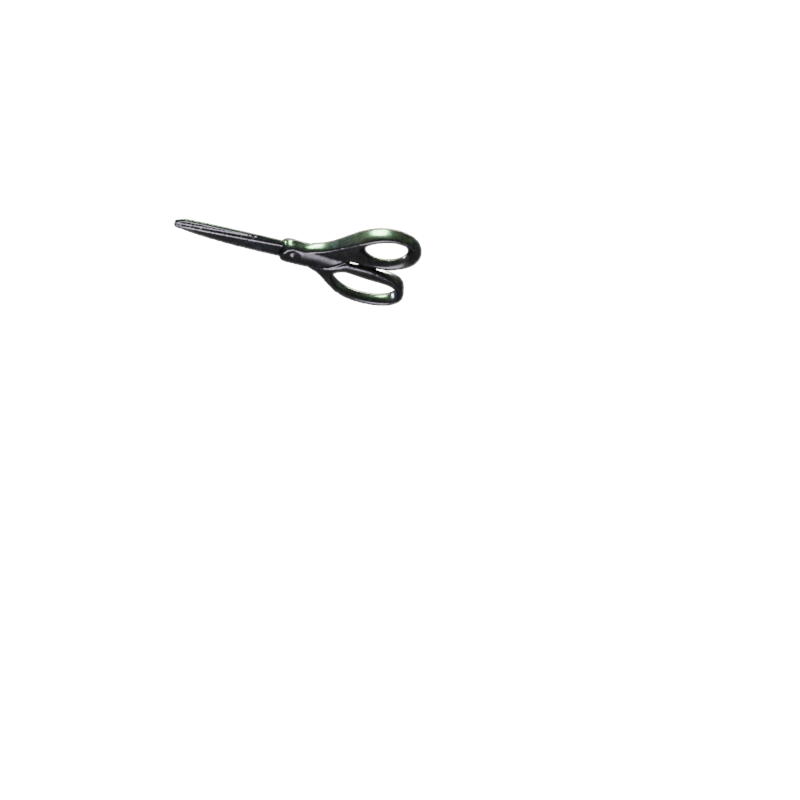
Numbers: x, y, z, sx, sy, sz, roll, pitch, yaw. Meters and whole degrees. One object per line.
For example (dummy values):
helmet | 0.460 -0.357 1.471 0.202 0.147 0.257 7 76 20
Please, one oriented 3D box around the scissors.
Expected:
scissors | -0.069 -0.126 0.882 0.191 0.017 0.095 23 -41 -29
